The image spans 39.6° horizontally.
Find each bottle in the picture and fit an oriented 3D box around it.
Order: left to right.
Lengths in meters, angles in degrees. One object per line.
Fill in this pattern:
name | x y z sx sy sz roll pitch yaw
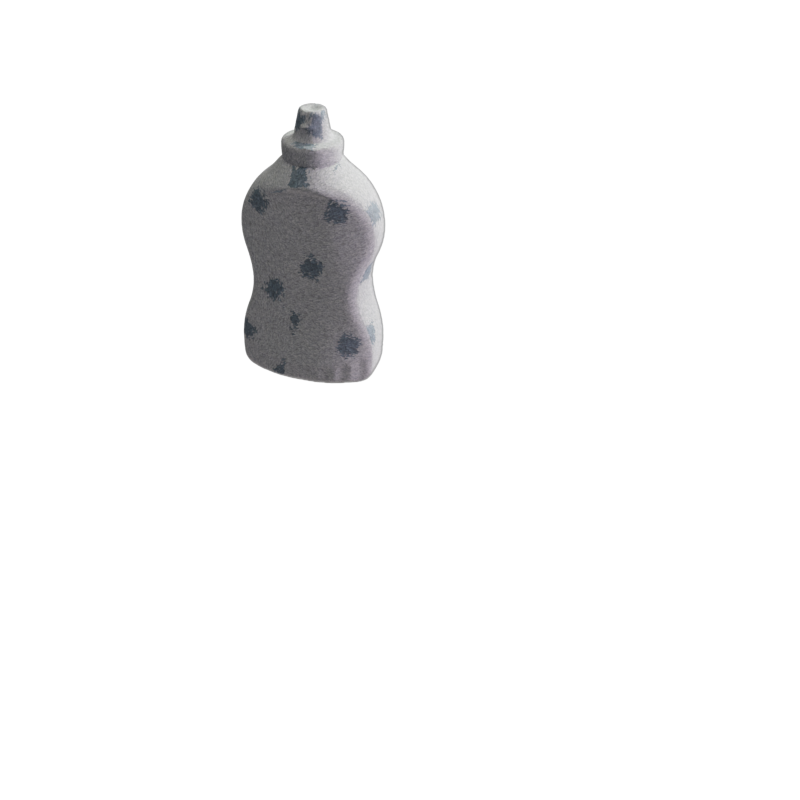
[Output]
bottle | -0.059 -0.107 0.748 0.099 0.181 0.060 11 29 16
